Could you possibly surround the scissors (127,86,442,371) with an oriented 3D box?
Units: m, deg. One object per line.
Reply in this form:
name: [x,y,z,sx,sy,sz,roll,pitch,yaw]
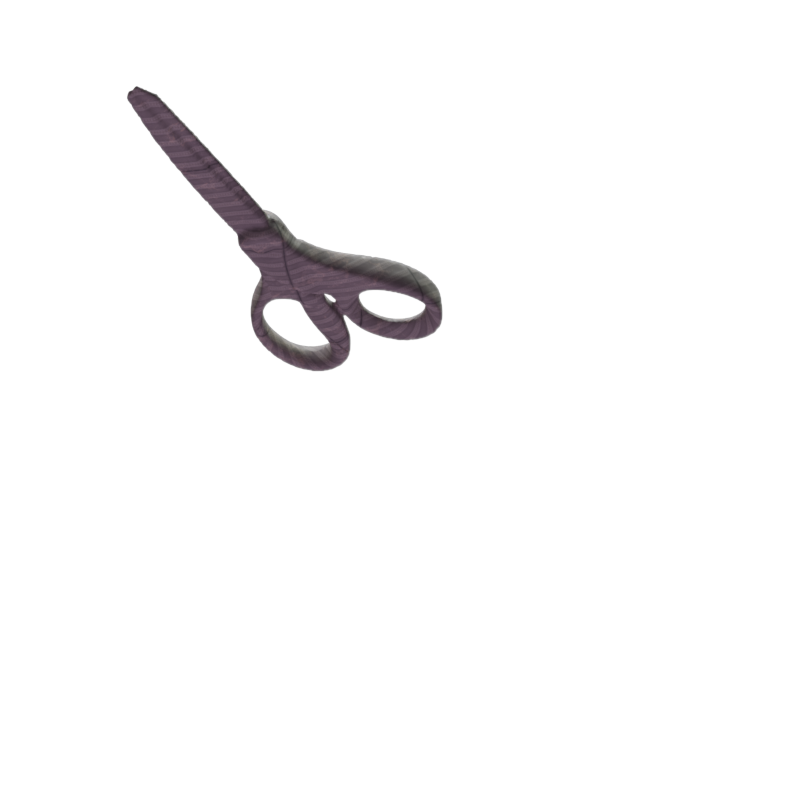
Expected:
scissors: [-0.036,-0.065,0.454,0.097,0.017,0.188,-3,-28,6]
